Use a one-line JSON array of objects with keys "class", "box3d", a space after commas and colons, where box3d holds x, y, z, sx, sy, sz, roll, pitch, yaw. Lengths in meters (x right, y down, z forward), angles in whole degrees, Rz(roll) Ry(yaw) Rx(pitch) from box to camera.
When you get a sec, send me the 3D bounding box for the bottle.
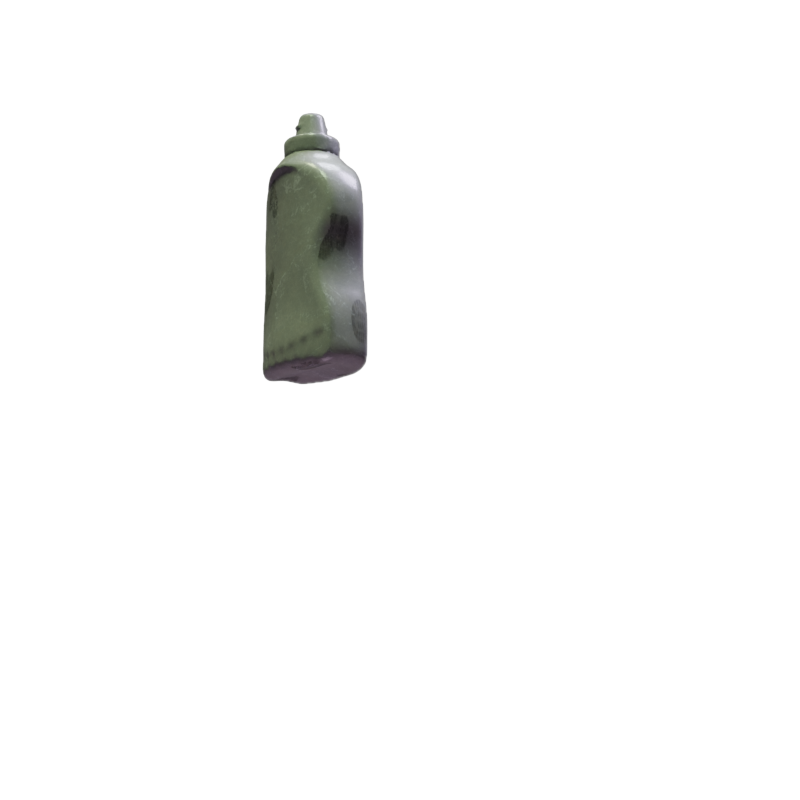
[{"class": "bottle", "box3d": [-0.062, -0.113, 0.789, 0.056, 0.199, 0.096, 8, -18, -30]}]
